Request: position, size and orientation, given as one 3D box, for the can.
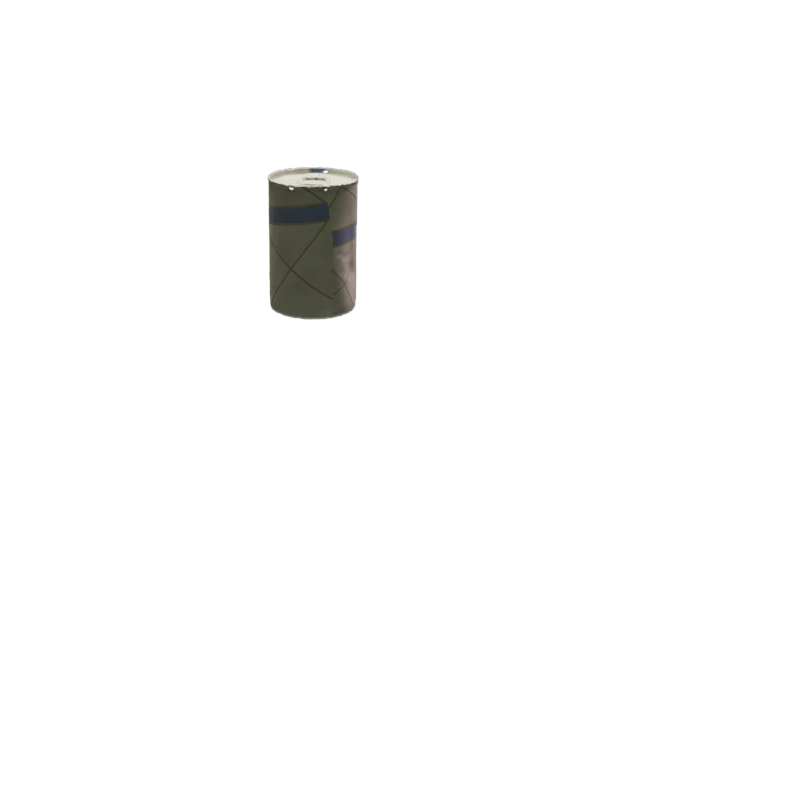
[{"bbox_3d":[-0.065,-0.119,0.836,0.068,0.098,0.071,0,19,-2],"label":"can"}]
